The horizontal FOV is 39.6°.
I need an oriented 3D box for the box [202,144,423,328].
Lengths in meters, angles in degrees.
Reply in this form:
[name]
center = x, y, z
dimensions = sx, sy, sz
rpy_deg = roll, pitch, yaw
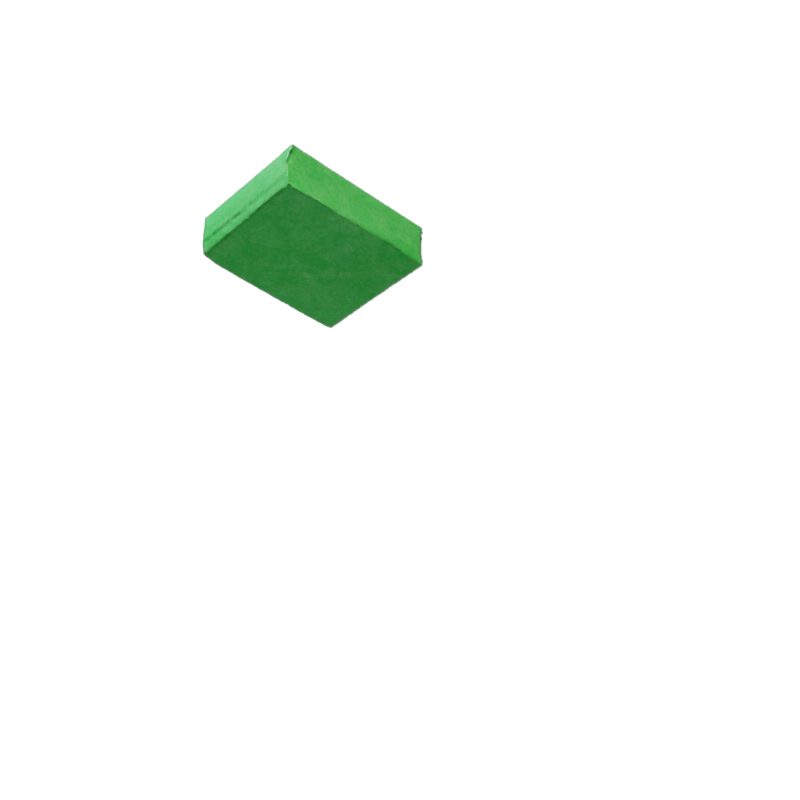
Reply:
[box]
center = -0.055, -0.100, 0.703
dimensions = 0.107, 0.042, 0.089
rpy_deg = 28, -46, -32
